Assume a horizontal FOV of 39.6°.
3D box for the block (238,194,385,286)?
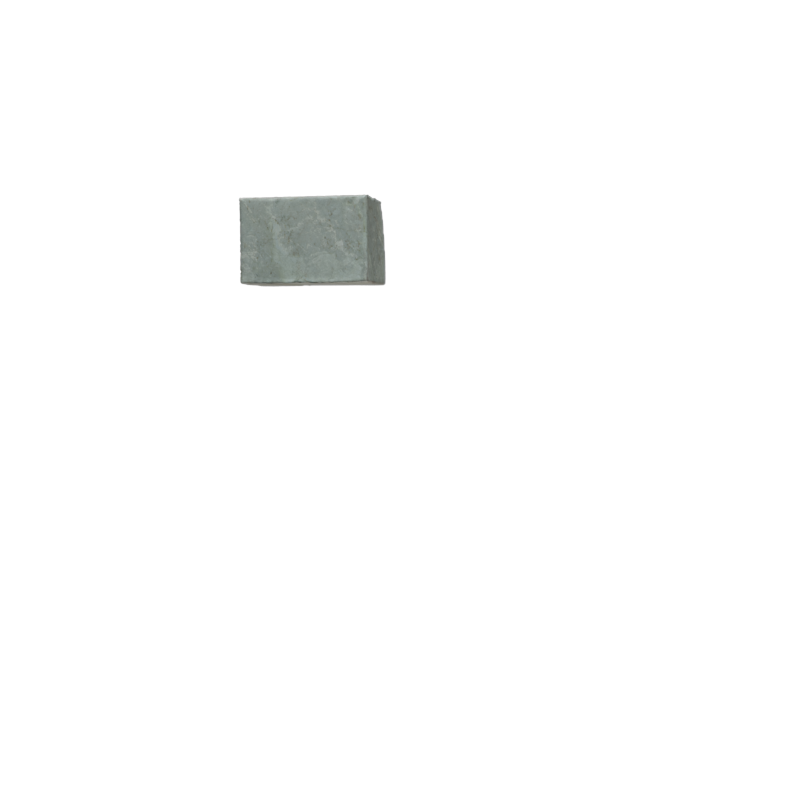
[{"bbox_3d":[-0.051,-0.093,0.654,0.079,0.052,0.052,0,0,12],"label":"block"}]
